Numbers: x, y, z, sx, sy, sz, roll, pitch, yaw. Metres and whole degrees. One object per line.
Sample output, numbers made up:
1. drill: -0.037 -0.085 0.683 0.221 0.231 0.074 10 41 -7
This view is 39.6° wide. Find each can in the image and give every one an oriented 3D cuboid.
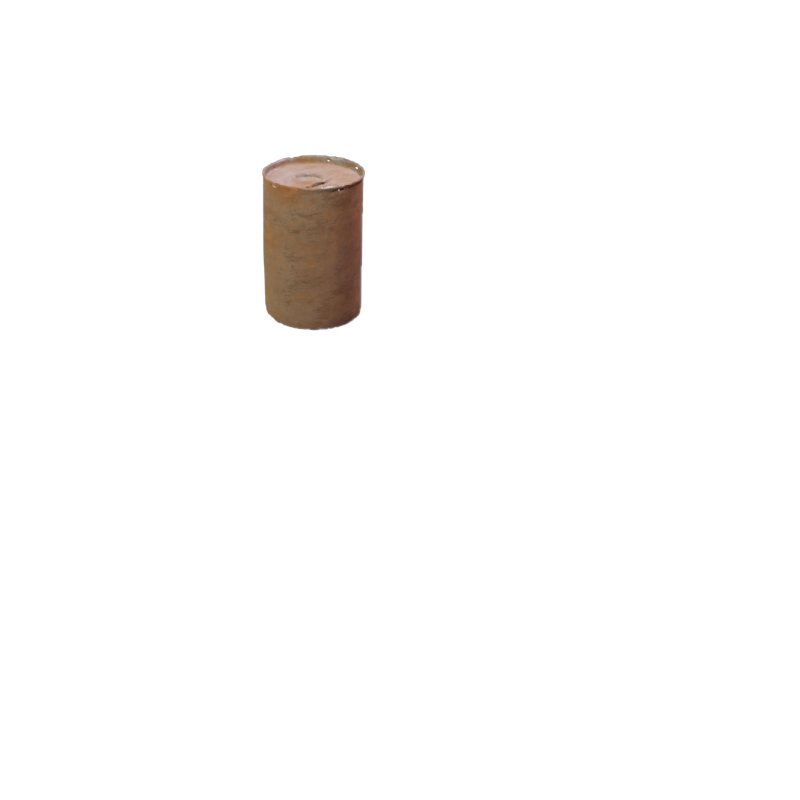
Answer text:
1. can: -0.059 -0.107 0.750 0.068 0.097 0.072 0 25 -2
